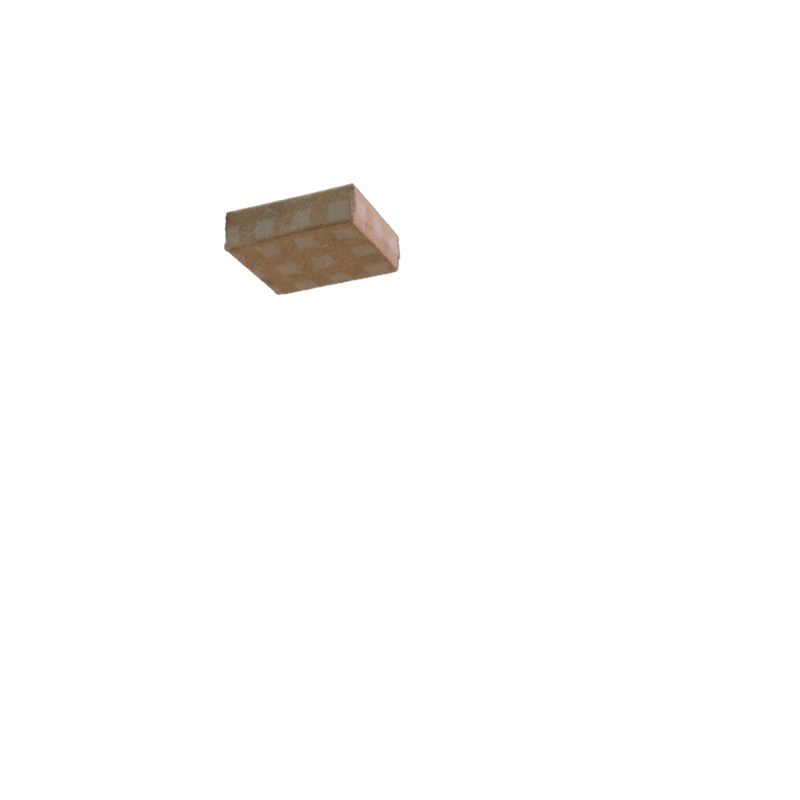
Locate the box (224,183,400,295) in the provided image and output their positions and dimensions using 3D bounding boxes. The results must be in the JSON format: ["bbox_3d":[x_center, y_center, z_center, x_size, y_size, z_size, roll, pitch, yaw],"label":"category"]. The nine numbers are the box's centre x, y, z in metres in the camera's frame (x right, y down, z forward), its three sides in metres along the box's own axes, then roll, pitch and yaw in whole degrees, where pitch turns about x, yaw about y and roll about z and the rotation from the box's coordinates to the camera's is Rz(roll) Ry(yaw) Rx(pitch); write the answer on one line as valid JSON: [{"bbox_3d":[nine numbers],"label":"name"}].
[{"bbox_3d":[-0.068,-0.124,0.869,0.115,0.041,0.083,-10,-26,22],"label":"box"}]
